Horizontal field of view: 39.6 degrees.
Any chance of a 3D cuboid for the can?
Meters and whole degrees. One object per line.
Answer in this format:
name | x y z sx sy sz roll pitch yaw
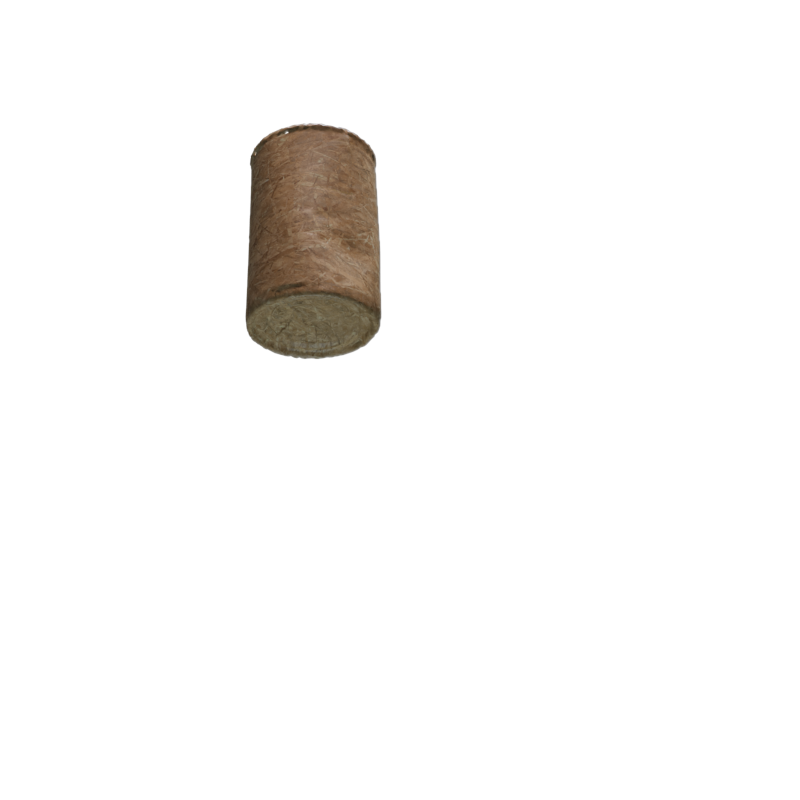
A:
can | -0.044 -0.081 0.568 0.068 0.109 0.064 0 -30 -2
